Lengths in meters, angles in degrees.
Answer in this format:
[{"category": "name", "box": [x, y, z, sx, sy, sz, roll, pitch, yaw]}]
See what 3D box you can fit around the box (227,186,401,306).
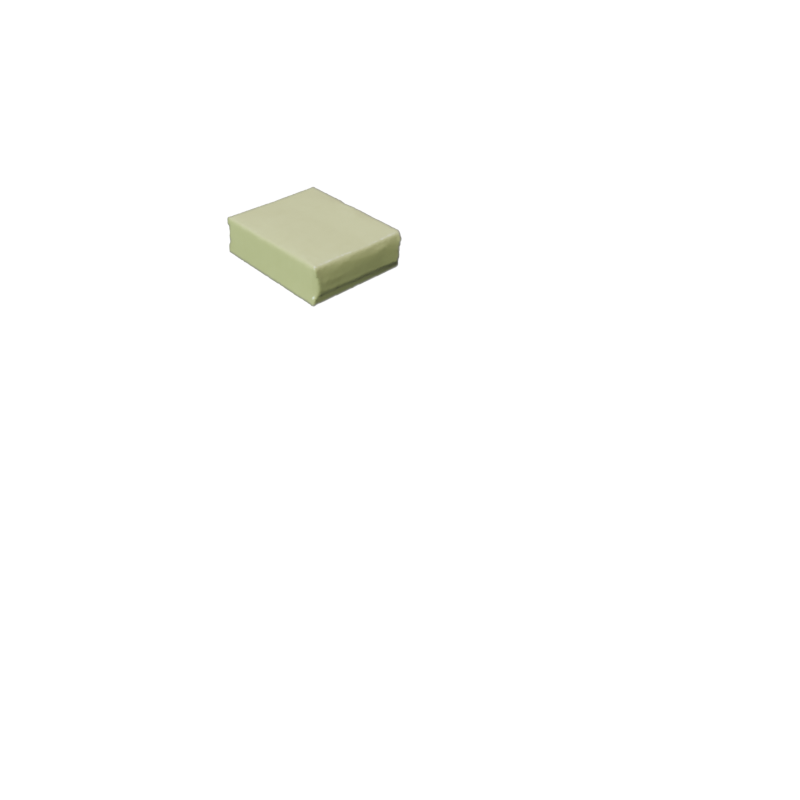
[{"category": "box", "box": [-0.055, -0.101, 0.710, 0.073, 0.028, 0.096, -26, 42, -33]}]
